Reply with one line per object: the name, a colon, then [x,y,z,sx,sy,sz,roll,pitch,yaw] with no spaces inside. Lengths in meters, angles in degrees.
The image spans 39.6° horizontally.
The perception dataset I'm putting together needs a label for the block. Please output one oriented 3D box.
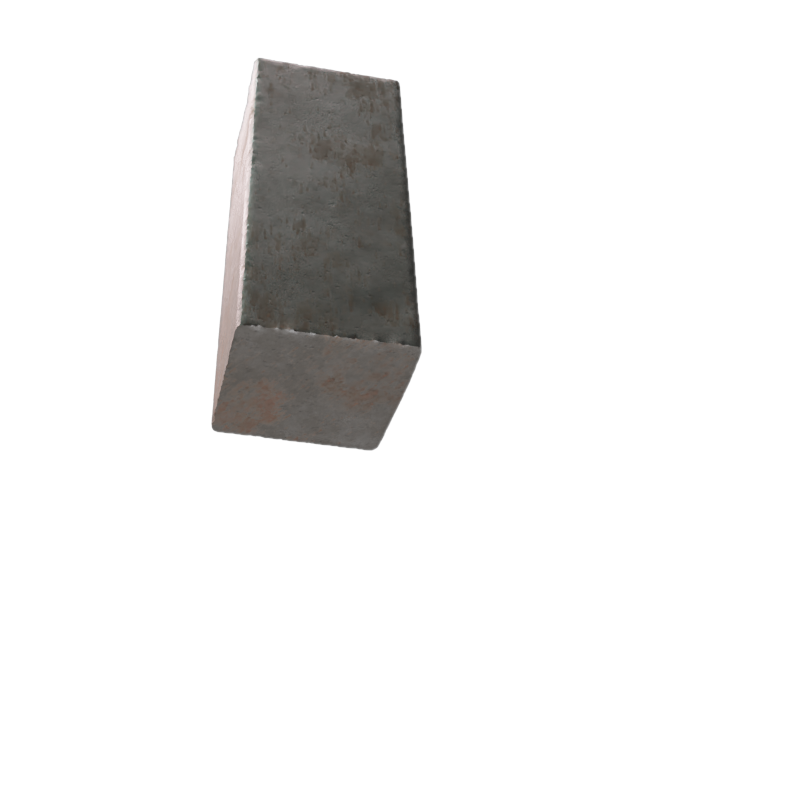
block: [-0.048,-0.087,0.615,0.089,0.221,0.085,7,-42,-12]
